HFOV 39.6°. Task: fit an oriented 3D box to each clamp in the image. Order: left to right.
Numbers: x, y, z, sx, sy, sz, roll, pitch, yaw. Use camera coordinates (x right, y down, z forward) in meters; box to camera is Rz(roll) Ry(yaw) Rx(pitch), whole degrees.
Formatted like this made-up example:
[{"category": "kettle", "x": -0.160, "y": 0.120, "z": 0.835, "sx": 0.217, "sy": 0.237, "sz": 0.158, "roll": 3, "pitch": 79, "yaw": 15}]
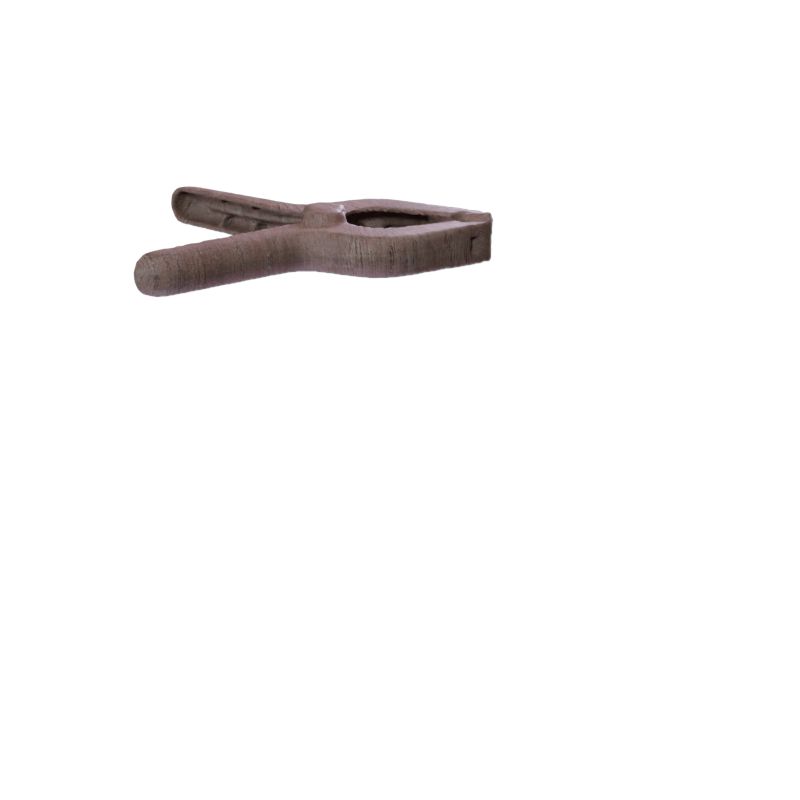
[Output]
[{"category": "clamp", "x": -0.051, "y": -0.094, "z": 0.656, "sx": 0.212, "sy": 0.035, "sz": 0.171, "roll": 2, "pitch": 25, "yaw": 5}]
